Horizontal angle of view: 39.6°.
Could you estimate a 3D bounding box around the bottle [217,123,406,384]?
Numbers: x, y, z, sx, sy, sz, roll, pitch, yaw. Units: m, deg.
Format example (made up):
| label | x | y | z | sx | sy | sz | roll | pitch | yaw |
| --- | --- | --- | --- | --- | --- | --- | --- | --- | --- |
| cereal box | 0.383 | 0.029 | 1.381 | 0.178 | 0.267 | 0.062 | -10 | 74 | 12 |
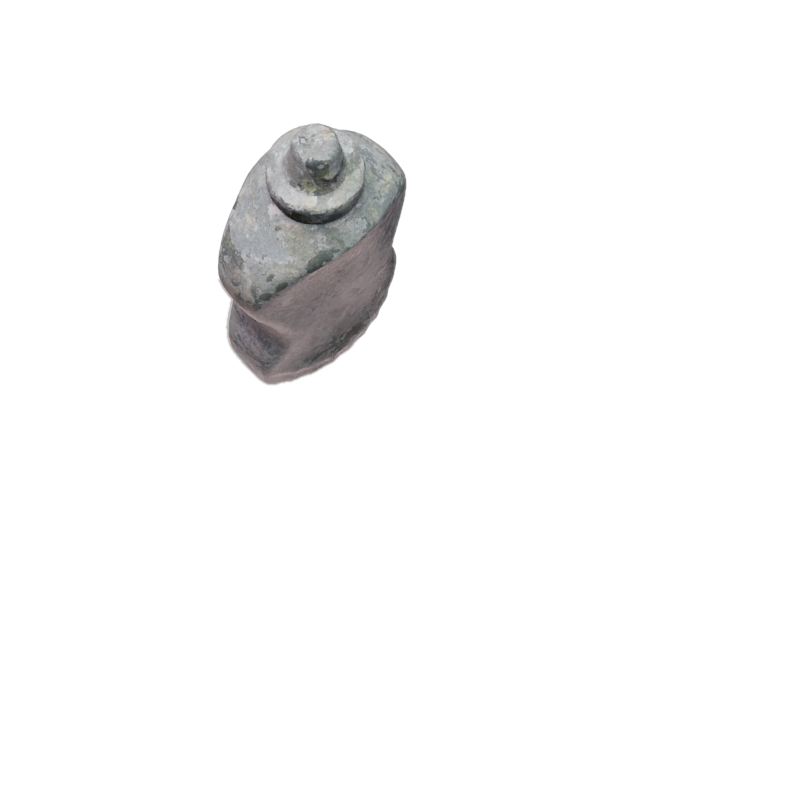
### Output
| label | x | y | z | sx | sy | sz | roll | pitch | yaw |
| --- | --- | --- | --- | --- | --- | --- | --- | --- | --- |
| bottle | -0.040 | -0.073 | 0.515 | 0.097 | 0.061 | 0.183 | -40 | -11 | -15 |
